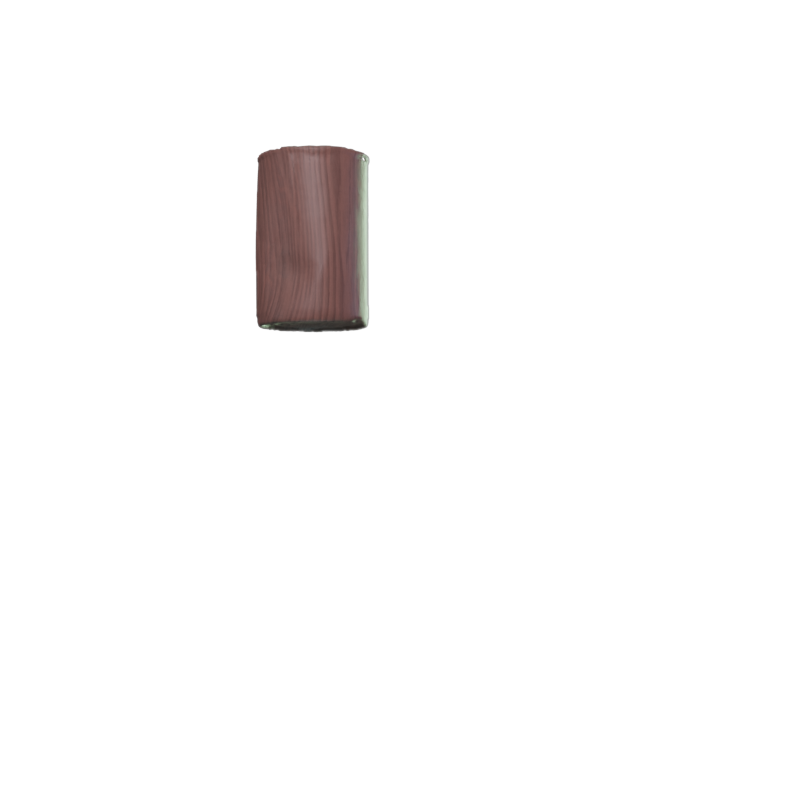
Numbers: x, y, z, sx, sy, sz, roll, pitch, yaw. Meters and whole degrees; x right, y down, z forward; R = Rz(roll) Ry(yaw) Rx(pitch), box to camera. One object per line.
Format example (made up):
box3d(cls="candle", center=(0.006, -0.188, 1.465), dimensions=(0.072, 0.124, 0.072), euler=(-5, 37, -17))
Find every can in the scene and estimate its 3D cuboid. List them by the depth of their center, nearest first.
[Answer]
box3d(cls="can", center=(-0.052, -0.094, 0.660), dimensions=(0.068, 0.104, 0.067), euler=(0, -7, -2))
